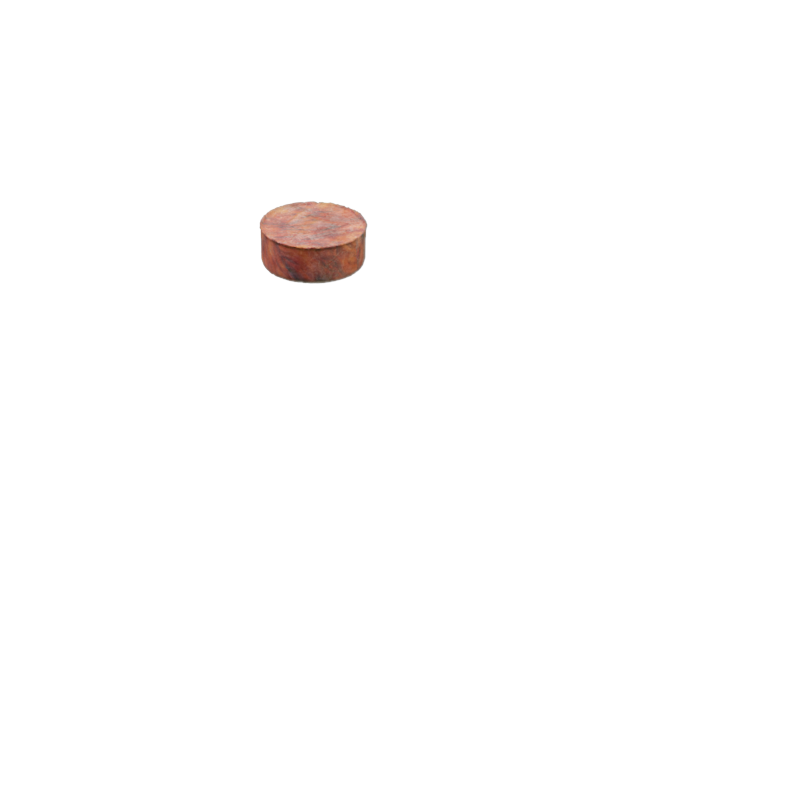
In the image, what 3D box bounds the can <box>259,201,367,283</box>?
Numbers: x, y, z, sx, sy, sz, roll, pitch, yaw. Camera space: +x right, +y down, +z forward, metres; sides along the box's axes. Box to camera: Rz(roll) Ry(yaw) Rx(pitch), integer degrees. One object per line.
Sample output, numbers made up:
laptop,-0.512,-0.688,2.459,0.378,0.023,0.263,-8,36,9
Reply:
can,-0.070,-0.127,0.891,0.086,0.032,0.091,-1,32,-2
